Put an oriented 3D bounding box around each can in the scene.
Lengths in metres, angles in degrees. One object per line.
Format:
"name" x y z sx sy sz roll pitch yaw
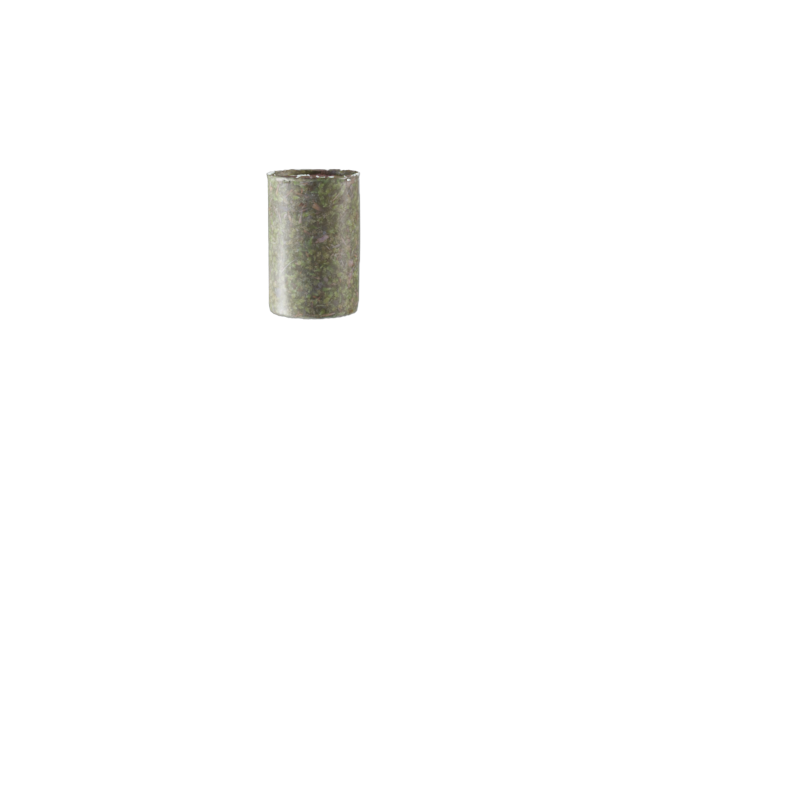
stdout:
"can" -0.063 -0.116 0.809 0.068 0.100 0.070 0 11 -2
